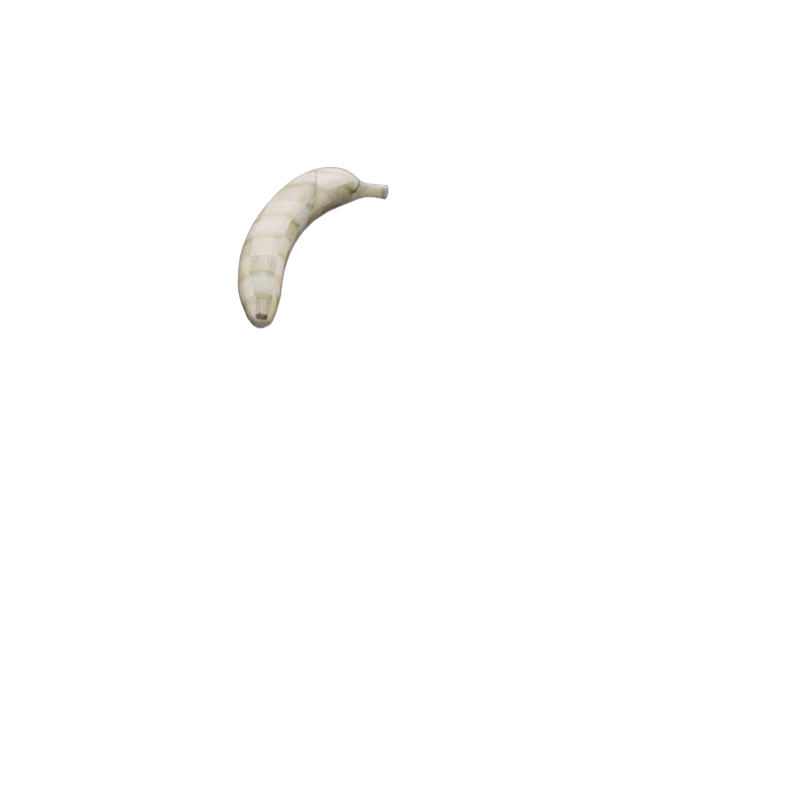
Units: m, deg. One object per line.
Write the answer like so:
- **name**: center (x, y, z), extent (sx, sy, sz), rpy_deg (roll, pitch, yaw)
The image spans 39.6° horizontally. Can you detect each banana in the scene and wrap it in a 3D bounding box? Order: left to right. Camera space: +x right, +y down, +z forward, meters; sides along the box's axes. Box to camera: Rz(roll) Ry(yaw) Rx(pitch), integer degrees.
- **banana**: center (-0.083, -0.134, 0.880), extent (0.072, 0.034, 0.204), rpy_deg (21, 49, 19)
